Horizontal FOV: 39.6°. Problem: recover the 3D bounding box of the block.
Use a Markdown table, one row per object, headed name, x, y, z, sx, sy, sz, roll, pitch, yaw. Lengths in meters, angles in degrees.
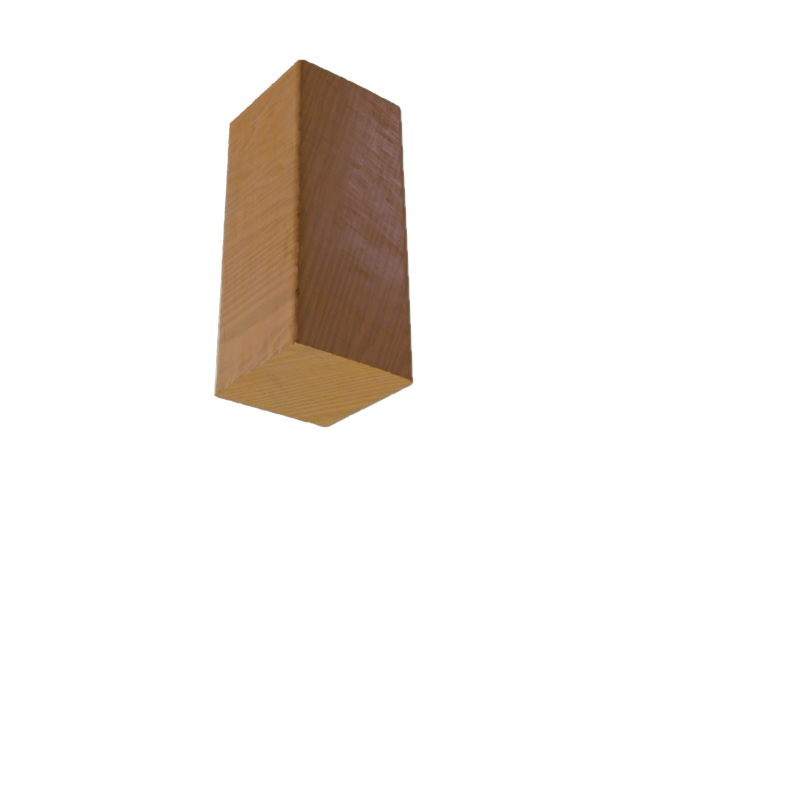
| name | x | y | z | sx | sy | sz | roll | pitch | yaw |
| --- | --- | --- | --- | --- | --- | --- | --- | --- | --- |
| block | -0.055 | -0.102 | 0.715 | 0.085 | 0.219 | 0.090 | 20 | -36 | -34 |
